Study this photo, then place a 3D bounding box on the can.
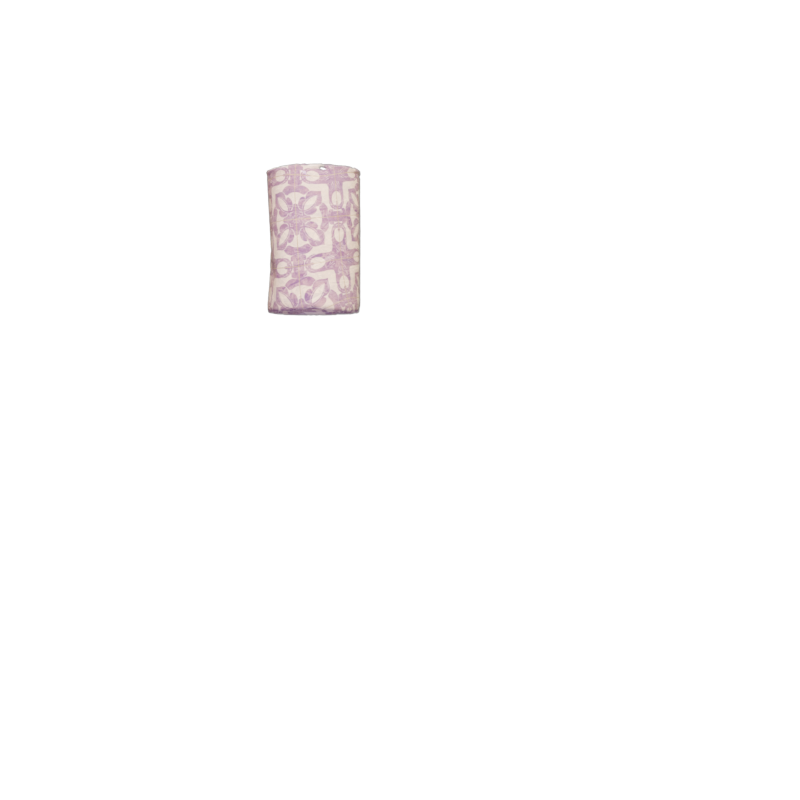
[{"bbox_3d":[-0.062,-0.113,0.793,0.068,0.104,0.068,0,-5,-2],"label":"can"}]
